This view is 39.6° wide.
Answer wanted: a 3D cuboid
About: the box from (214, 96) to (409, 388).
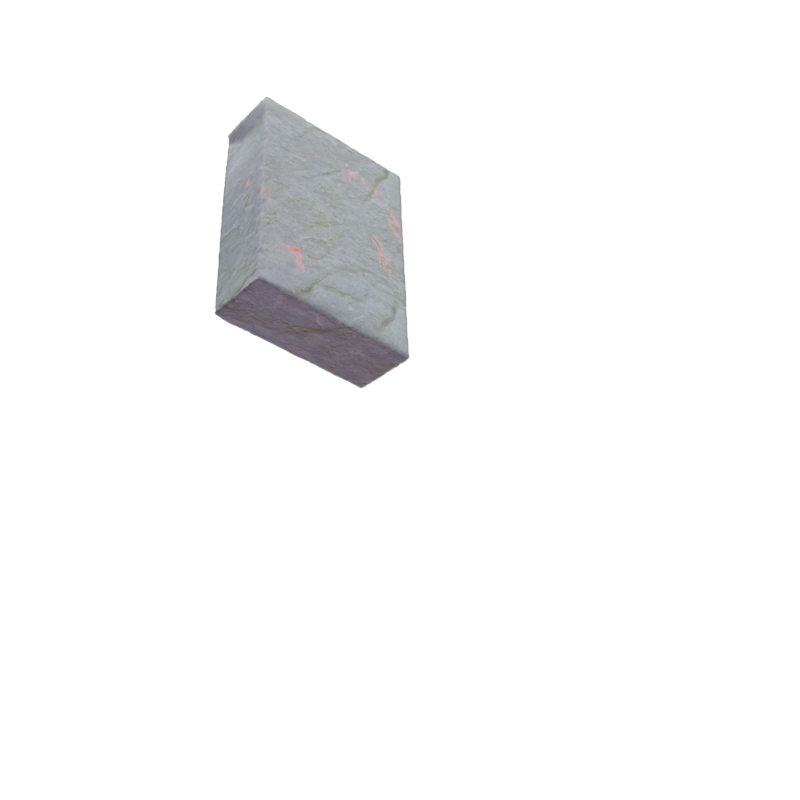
[{"bbox_3d":[-0.076,-0.139,0.973,0.155,0.229,0.071,26,-46,-32],"label":"box"}]
